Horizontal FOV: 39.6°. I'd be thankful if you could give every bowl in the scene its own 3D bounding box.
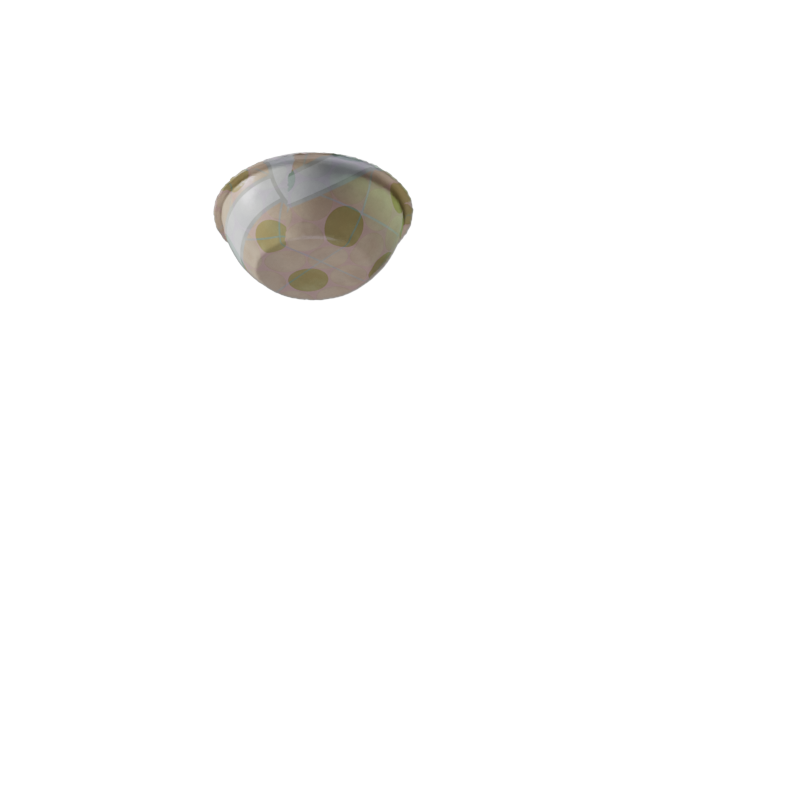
[{"bbox_3d":[-0.069,-0.126,0.883,0.162,0.059,0.152,1,-29,-2],"label":"bowl"}]
